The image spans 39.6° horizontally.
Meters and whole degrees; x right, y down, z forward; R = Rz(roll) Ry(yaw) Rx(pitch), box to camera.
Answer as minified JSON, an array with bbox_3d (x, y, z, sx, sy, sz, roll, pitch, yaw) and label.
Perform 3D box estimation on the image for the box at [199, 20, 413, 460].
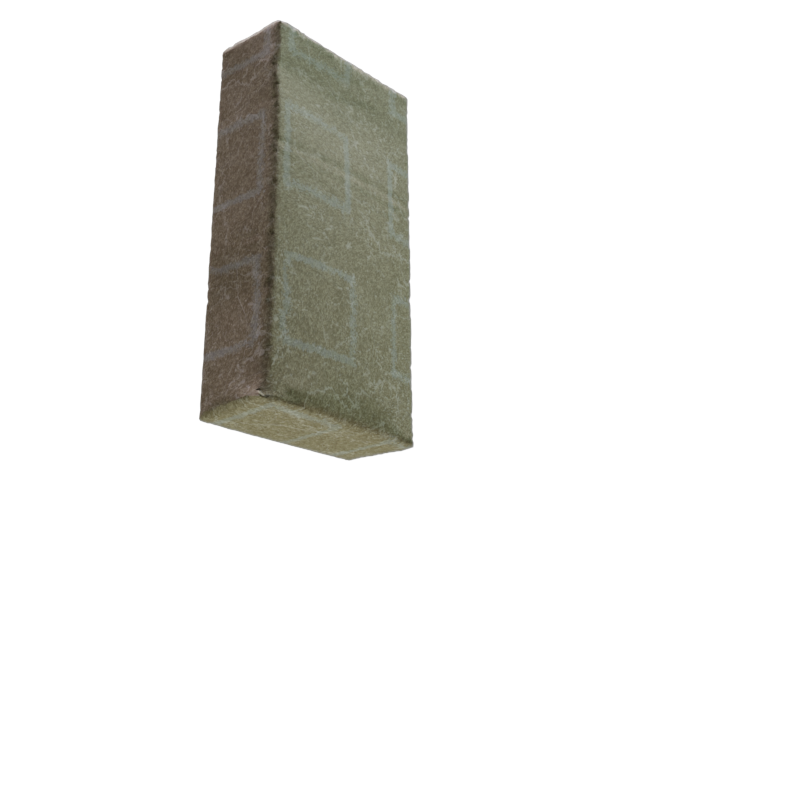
[{"bbox_3d":[-0.039,-0.070,0.494,0.048,0.186,0.087,-22,-31,37],"label":"box"}]
